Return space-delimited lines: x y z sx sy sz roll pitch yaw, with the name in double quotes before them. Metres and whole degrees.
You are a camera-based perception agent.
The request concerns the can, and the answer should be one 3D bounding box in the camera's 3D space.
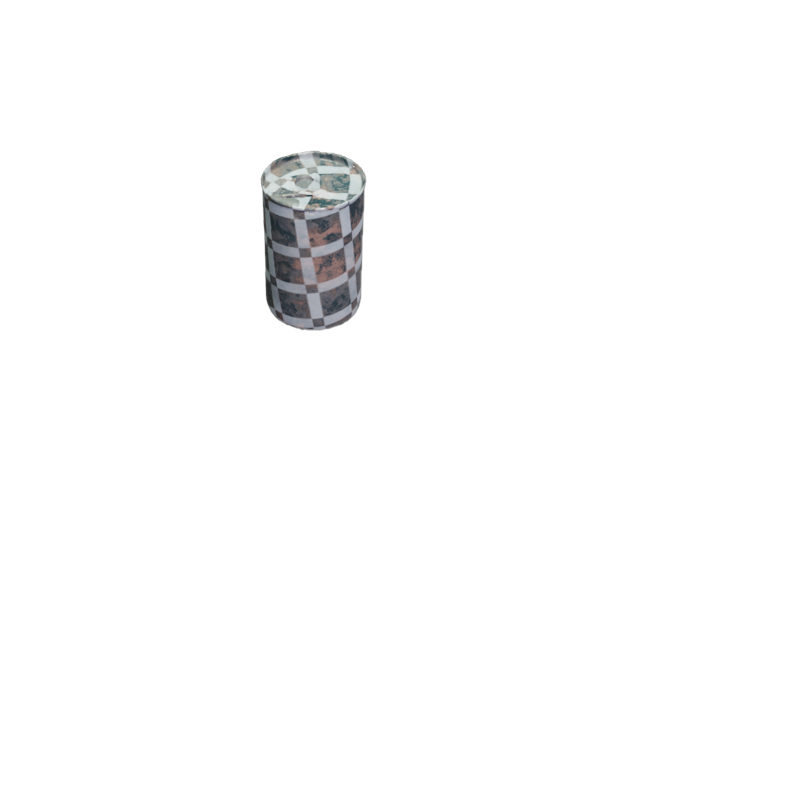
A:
"can" -0.058 -0.106 0.742 0.068 0.095 0.073 0 40 -3
